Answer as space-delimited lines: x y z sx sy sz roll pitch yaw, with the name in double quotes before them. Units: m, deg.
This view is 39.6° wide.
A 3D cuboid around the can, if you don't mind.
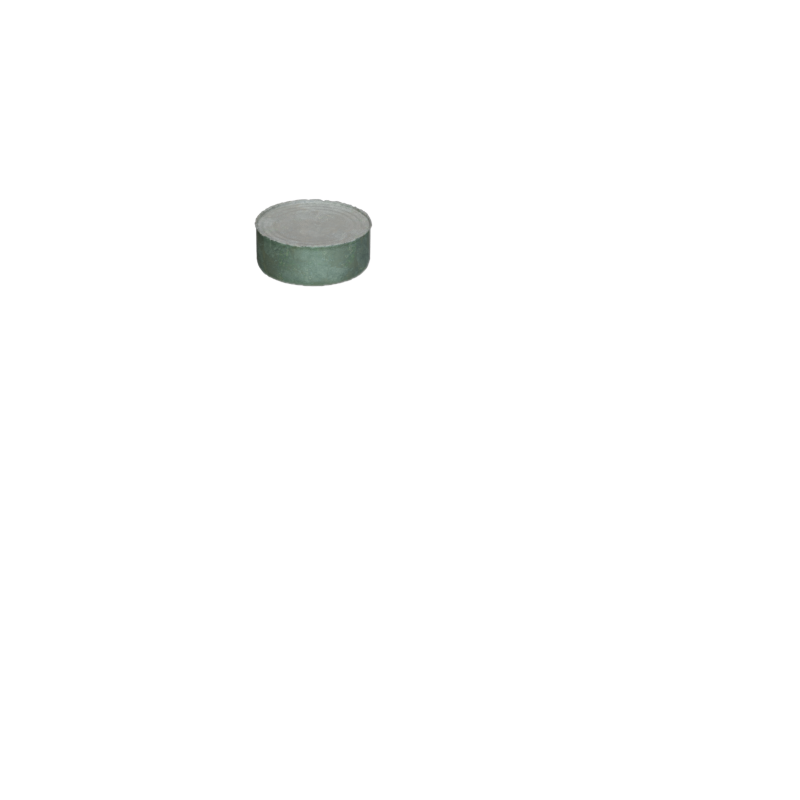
"can" -0.064 -0.117 0.817 0.086 0.032 0.091 -1 31 -2
